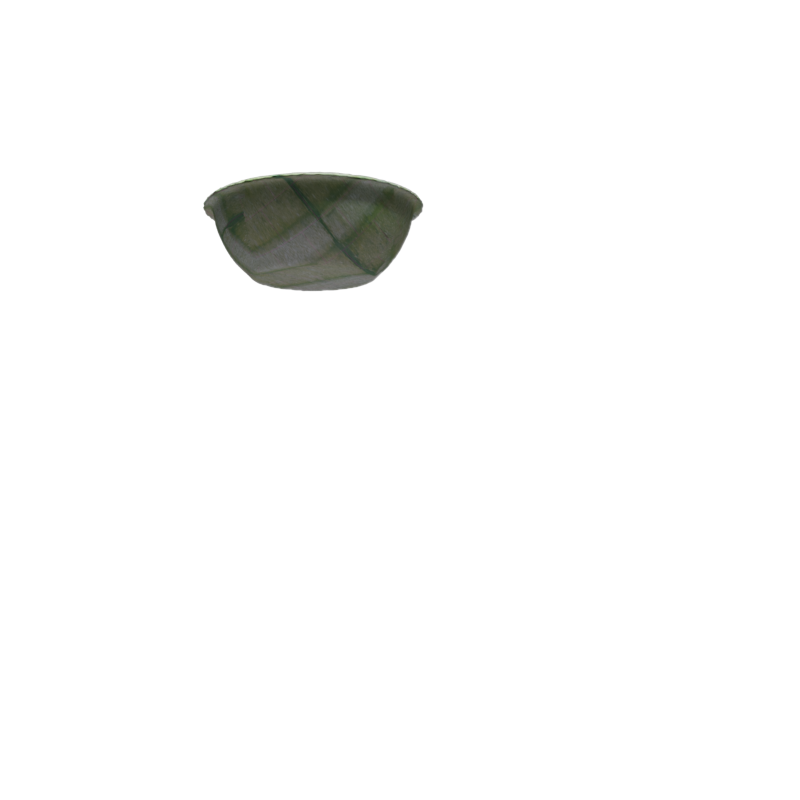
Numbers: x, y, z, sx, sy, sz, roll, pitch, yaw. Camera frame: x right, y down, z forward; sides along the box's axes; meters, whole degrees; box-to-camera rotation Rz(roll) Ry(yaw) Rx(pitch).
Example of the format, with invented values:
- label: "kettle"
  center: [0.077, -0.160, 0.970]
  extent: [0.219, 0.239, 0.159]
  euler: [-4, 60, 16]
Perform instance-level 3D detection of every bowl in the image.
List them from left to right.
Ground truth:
- label: "bowl"
  center: [-0.063, -0.116, 0.811]
  extent: [0.162, 0.057, 0.158]
  euler: [0, -8, -2]
